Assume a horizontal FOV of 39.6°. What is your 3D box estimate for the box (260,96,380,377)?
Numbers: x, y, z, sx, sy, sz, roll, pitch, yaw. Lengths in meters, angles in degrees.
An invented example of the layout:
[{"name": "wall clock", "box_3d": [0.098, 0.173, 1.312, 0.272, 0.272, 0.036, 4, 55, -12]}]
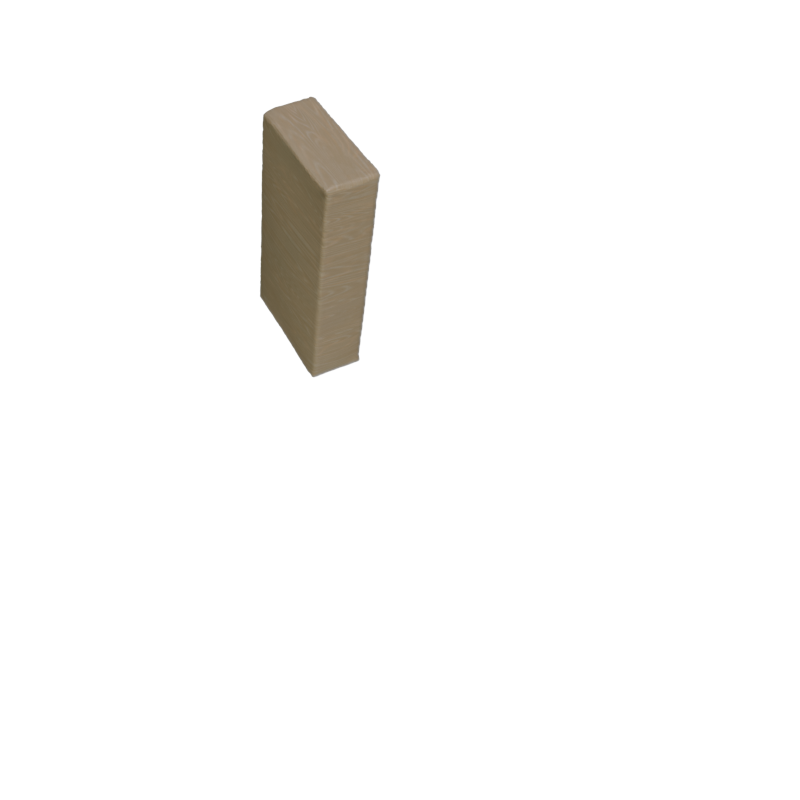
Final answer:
[{"name": "box", "box_3d": [-0.060, -0.108, 0.758, 0.048, 0.164, 0.101, -20, 52, -21]}]
